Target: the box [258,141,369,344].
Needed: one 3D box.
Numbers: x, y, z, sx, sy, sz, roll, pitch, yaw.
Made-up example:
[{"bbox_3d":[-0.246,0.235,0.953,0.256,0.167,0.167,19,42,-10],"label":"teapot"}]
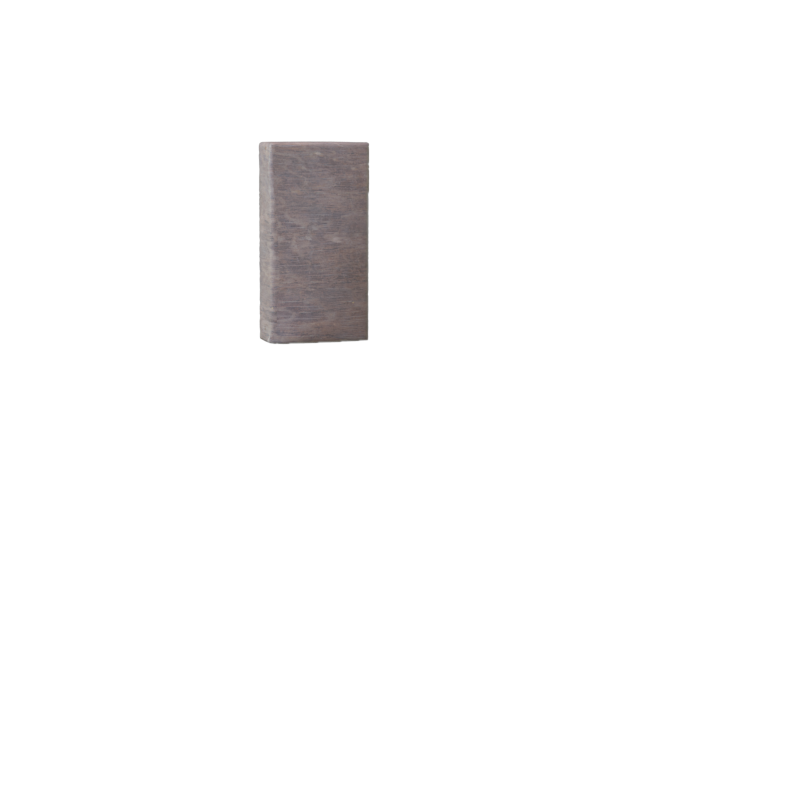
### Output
[{"bbox_3d":[-0.076,-0.140,0.977,0.091,0.175,0.050,-2,4,-20],"label":"box"}]
